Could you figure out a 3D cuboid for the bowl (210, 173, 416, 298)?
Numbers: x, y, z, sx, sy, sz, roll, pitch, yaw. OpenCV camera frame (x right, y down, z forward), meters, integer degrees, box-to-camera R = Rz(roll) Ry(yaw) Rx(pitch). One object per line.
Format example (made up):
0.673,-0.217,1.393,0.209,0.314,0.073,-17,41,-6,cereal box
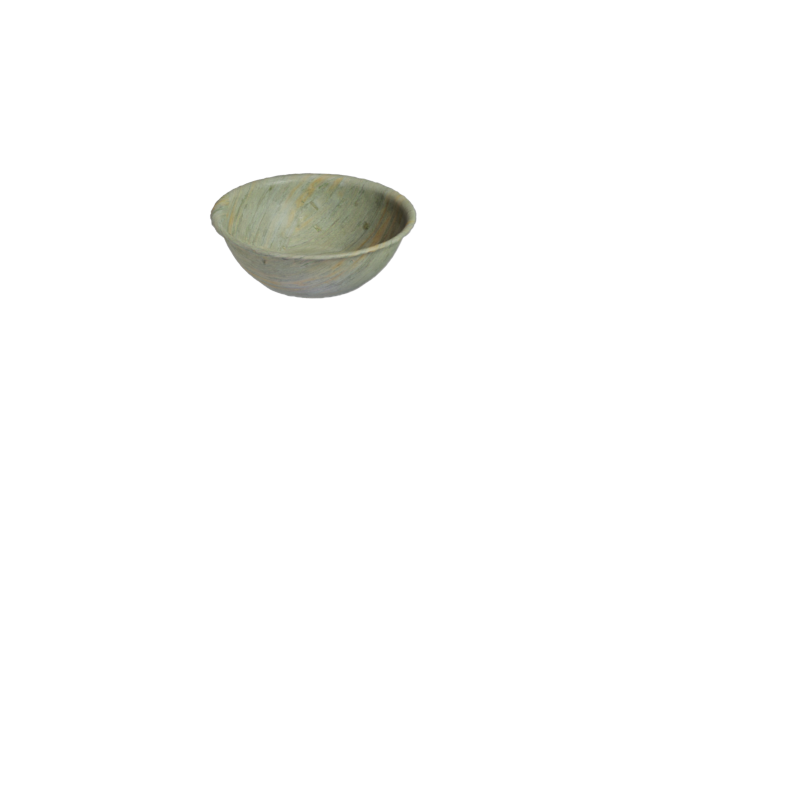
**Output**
-0.069,-0.125,0.879,0.162,0.052,0.172,-1,31,-2,bowl
